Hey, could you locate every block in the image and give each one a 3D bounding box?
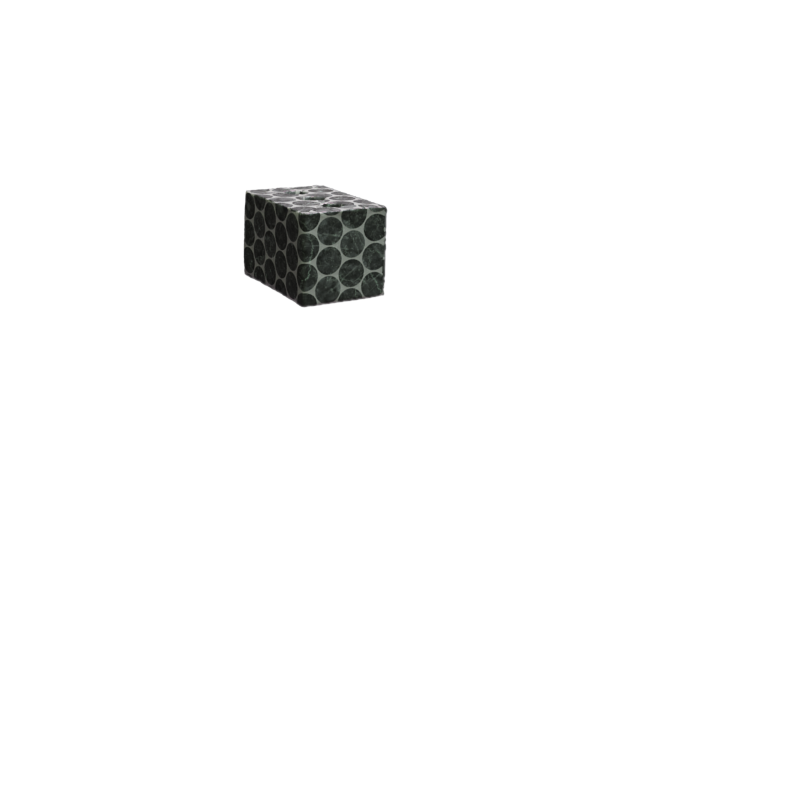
[{"bbox_3d":[-0.048,-0.088,0.619,0.051,0.049,0.083,-9,21,-29],"label":"block"}]
